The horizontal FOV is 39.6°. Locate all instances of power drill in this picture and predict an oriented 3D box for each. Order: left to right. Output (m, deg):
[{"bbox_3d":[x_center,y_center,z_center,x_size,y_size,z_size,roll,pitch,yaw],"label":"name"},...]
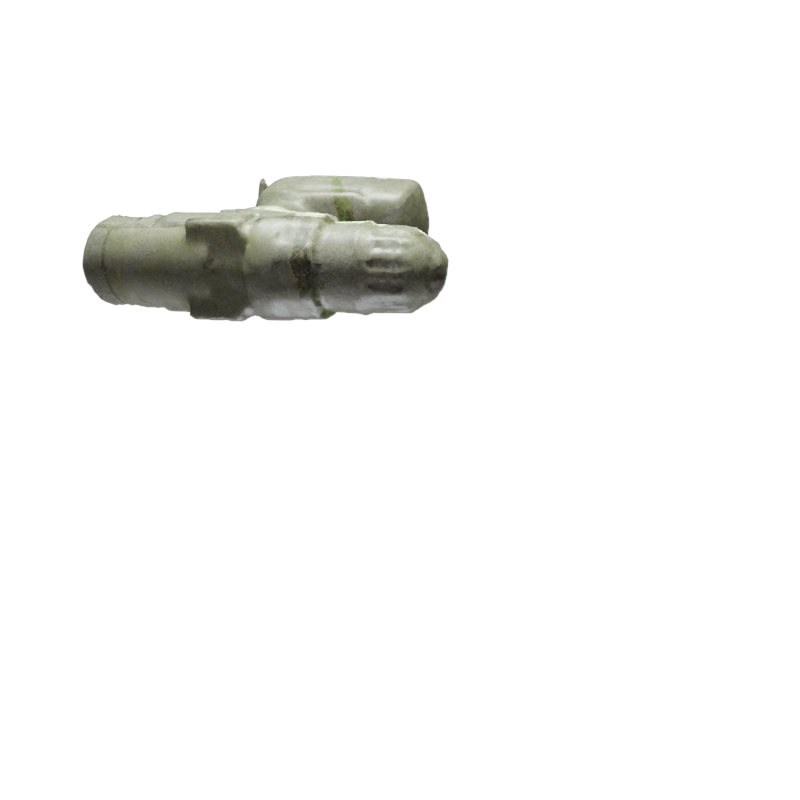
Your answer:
[{"bbox_3d":[-0.046,-0.084,0.590,0.190,0.056,0.187,5,16,20],"label":"power drill"}]
